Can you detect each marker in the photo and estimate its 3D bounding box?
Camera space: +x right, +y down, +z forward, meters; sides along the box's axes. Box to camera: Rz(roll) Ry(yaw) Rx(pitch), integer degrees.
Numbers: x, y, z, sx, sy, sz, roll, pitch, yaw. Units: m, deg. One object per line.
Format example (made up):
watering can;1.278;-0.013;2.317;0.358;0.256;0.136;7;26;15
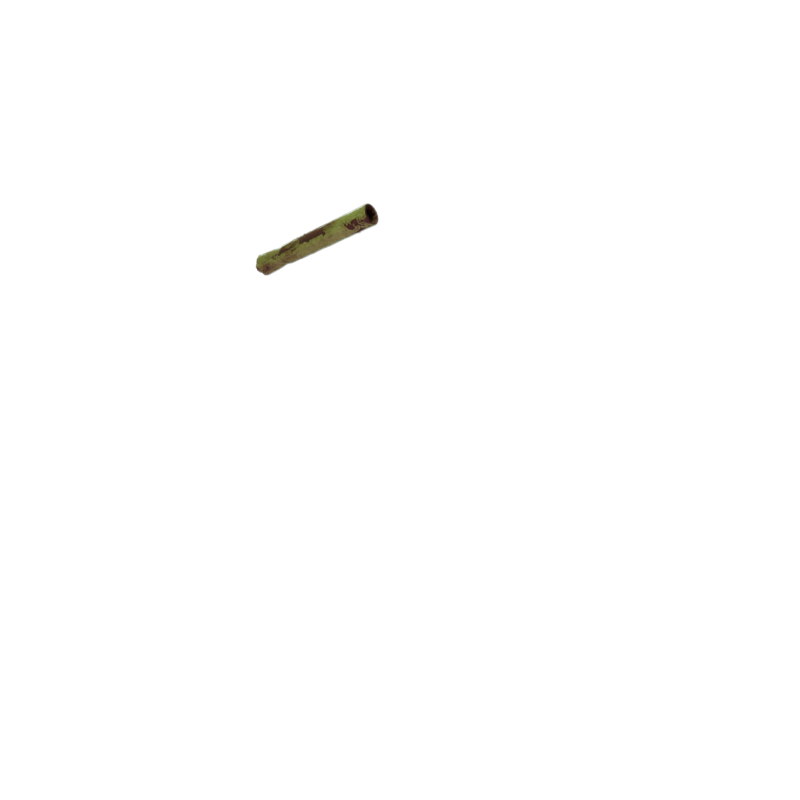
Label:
marker;-0.070;-0.128;0.898;0.122;0.020;0.019;-20;-8;33
